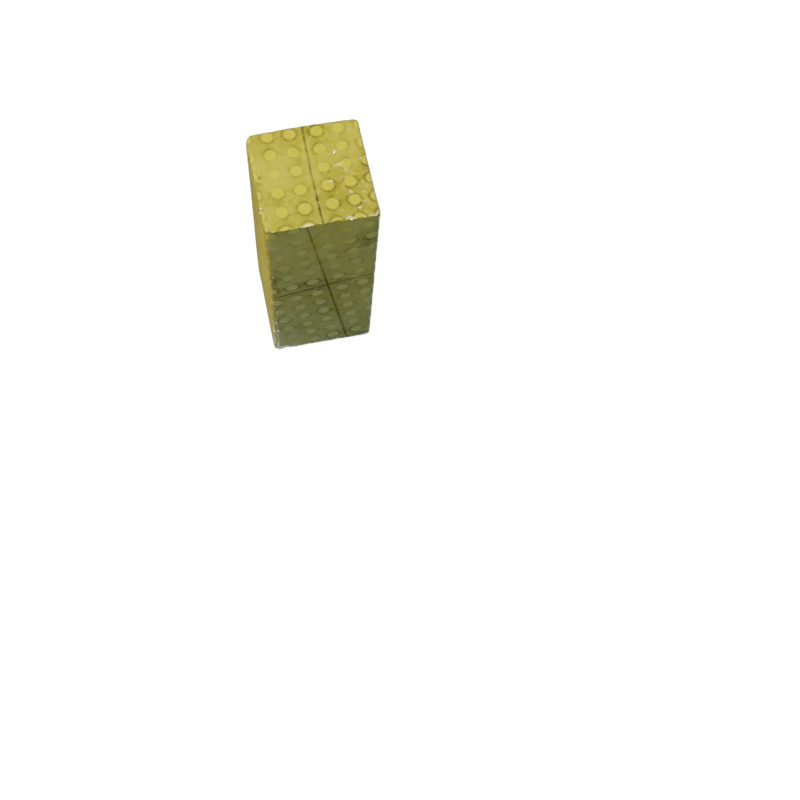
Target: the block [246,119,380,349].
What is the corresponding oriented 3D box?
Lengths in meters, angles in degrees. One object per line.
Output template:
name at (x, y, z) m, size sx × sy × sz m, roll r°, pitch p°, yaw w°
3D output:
block at (-0.073, -0.131, 0.920) m, size 0.089 × 0.096 × 0.195 m, roll -10°, pitch -23°, yaw -8°
